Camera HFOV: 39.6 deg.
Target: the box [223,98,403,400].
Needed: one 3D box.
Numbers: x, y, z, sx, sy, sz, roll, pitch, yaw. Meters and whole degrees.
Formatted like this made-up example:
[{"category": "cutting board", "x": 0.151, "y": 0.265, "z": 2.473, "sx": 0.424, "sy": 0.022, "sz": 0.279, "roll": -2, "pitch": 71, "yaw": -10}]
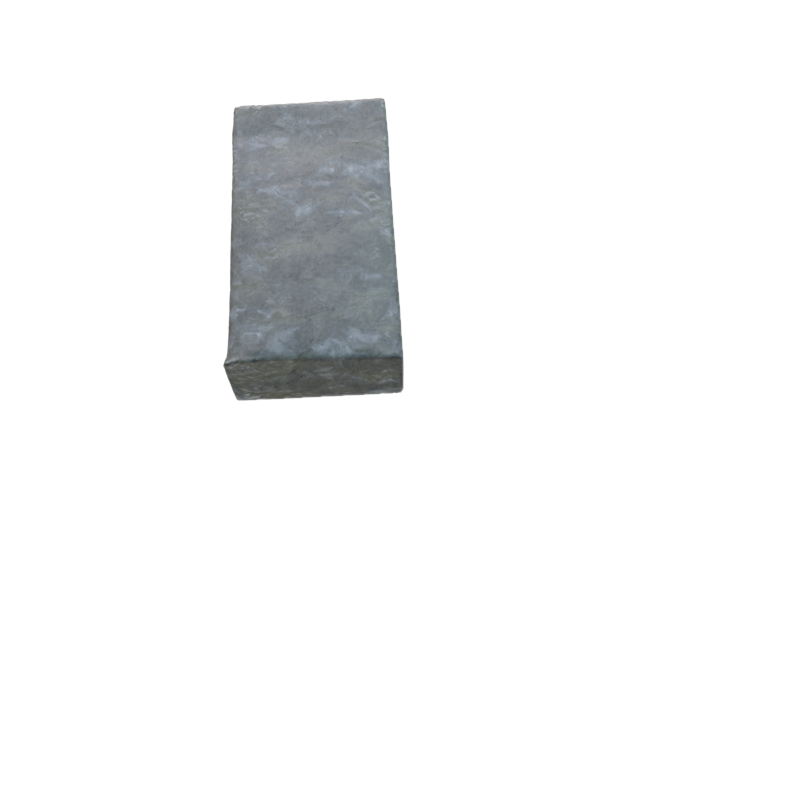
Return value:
[{"category": "box", "x": -0.049, "y": -0.089, "z": 0.625, "sx": 0.094, "sy": 0.188, "sz": 0.045, "roll": -3, "pitch": -33, "yaw": 2}]
